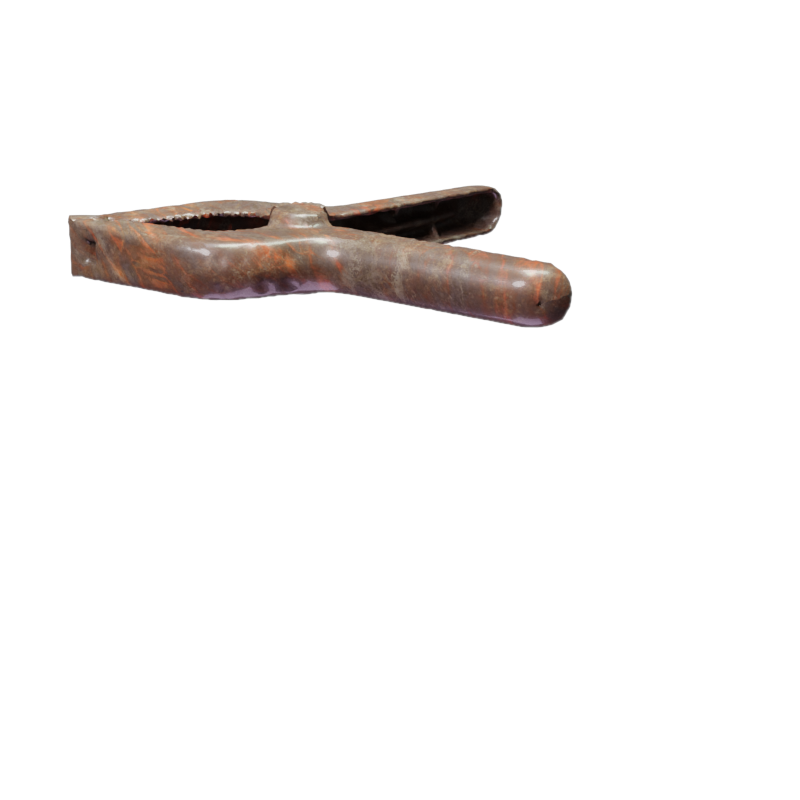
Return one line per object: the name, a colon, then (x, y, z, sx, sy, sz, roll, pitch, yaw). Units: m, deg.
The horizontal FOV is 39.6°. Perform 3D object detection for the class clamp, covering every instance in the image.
clamp: (-0.039, -0.071, 0.494, 0.212, 0.035, 0.170, 2, 21, 5)
